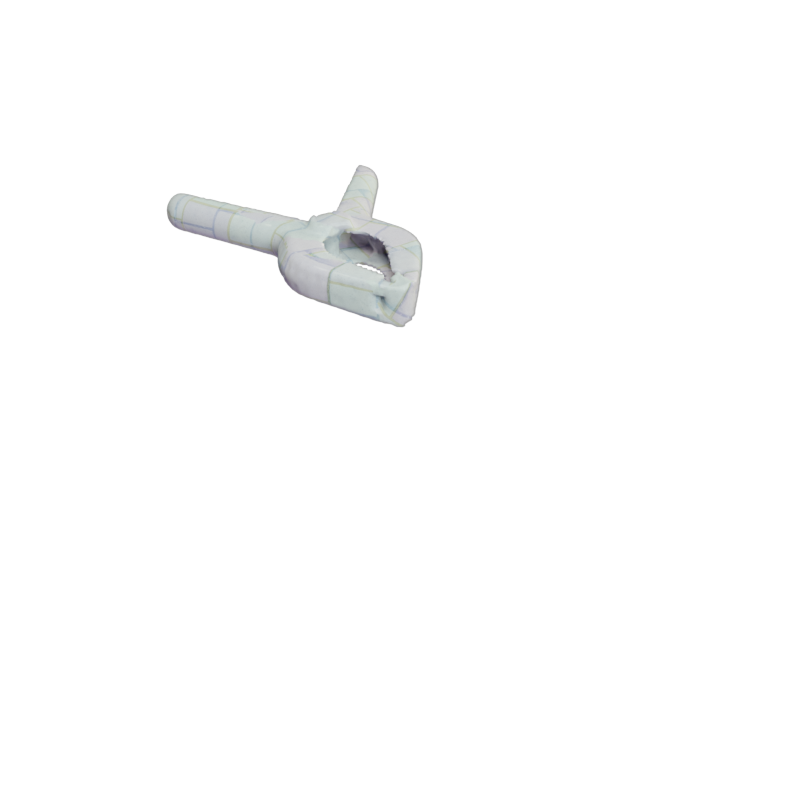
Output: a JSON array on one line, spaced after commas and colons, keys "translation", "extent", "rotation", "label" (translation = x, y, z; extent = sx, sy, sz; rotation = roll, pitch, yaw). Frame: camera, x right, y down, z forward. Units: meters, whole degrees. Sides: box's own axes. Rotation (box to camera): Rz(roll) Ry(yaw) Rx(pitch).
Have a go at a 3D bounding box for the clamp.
[{"translation": [-0.058, -0.105, 0.739], "extent": [0.162, 0.034, 0.226], "rotation": [-11, 33, -18], "label": "clamp"}]
